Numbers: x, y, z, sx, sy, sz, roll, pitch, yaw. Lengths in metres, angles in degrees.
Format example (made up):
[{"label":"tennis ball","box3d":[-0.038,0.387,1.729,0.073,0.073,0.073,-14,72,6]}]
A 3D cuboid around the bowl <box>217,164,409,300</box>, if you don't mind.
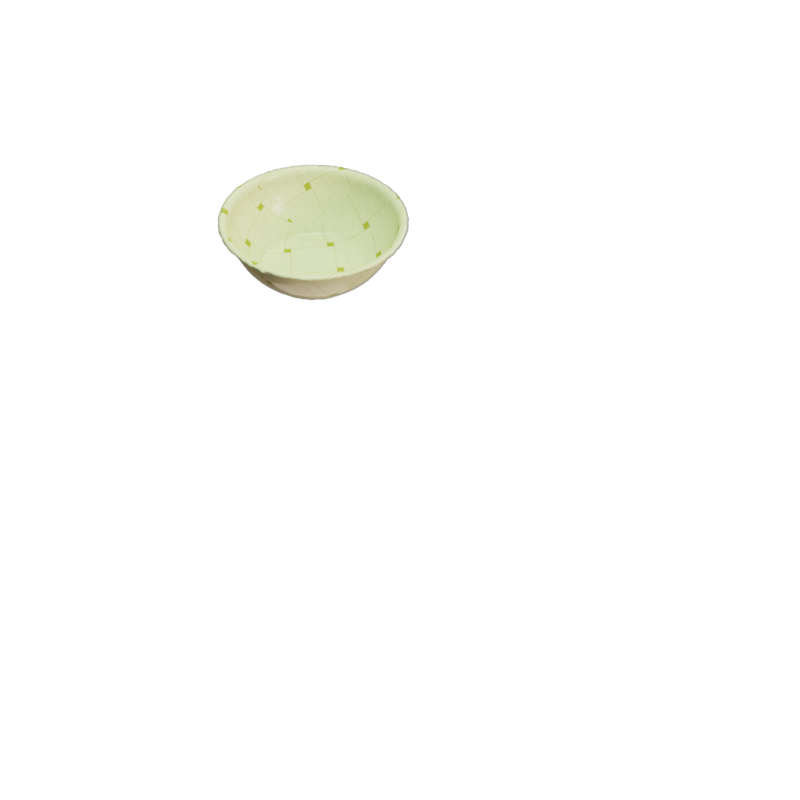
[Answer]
[{"label":"bowl","box3d":[-0.075,-0.136,0.952,0.162,0.051,0.174,-1,43,-1]}]
